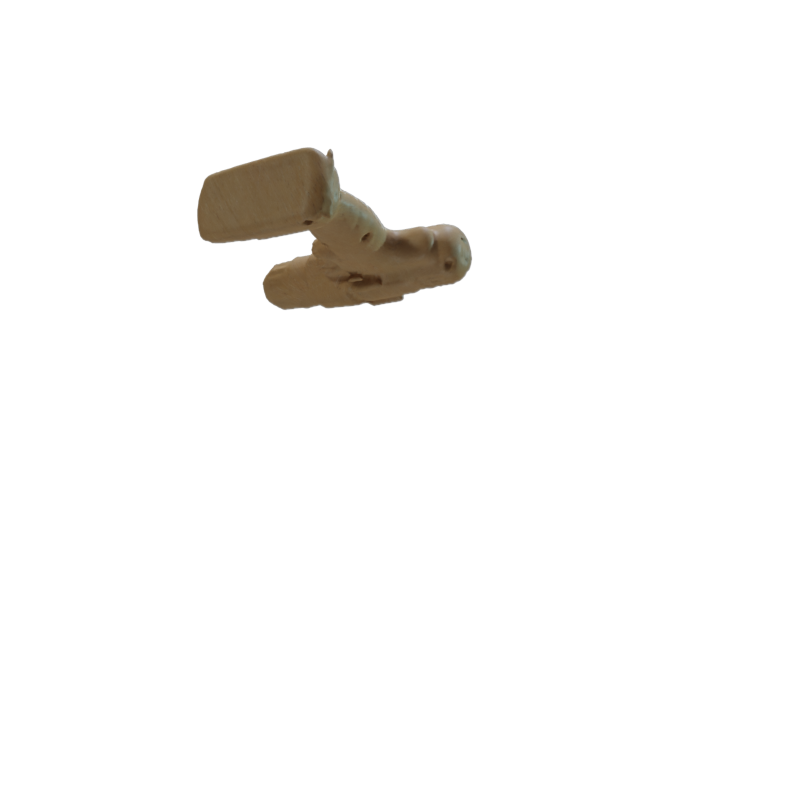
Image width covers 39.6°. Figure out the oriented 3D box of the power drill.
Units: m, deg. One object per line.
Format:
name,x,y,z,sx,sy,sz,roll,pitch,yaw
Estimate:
power drill,-0.065,-0.118,0.827,0.188,0.060,0.176,-9,-18,31
